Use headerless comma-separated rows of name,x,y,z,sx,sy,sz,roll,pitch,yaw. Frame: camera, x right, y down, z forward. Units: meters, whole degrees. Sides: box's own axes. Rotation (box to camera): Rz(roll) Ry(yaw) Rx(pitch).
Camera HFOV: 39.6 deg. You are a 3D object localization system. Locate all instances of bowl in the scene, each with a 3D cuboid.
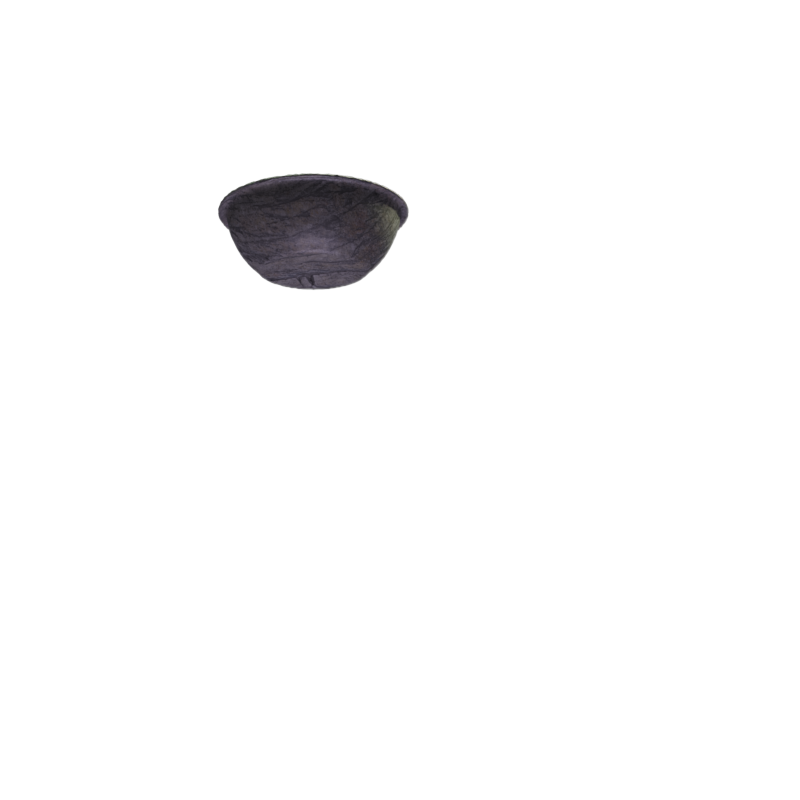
bowl,-0.073,-0.133,0.930,0.162,0.057,0.155,0,-15,-2
